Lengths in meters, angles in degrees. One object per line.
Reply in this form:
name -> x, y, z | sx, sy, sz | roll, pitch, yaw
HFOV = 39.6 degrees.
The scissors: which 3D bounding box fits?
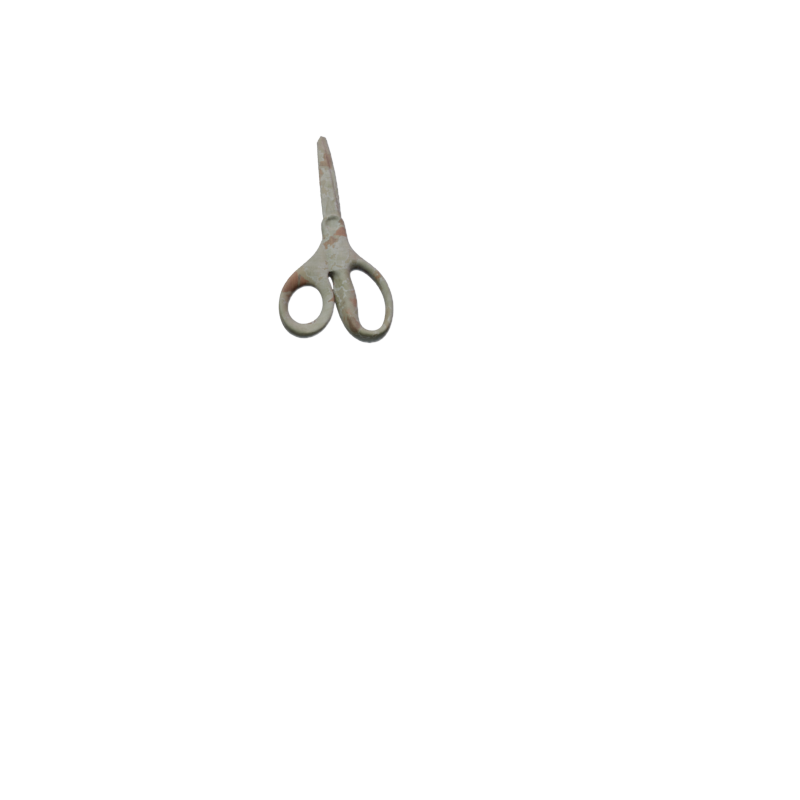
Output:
scissors -> -0.069, -0.126, 0.885 | 0.095, 0.217, 0.015 | -18, -31, -12
